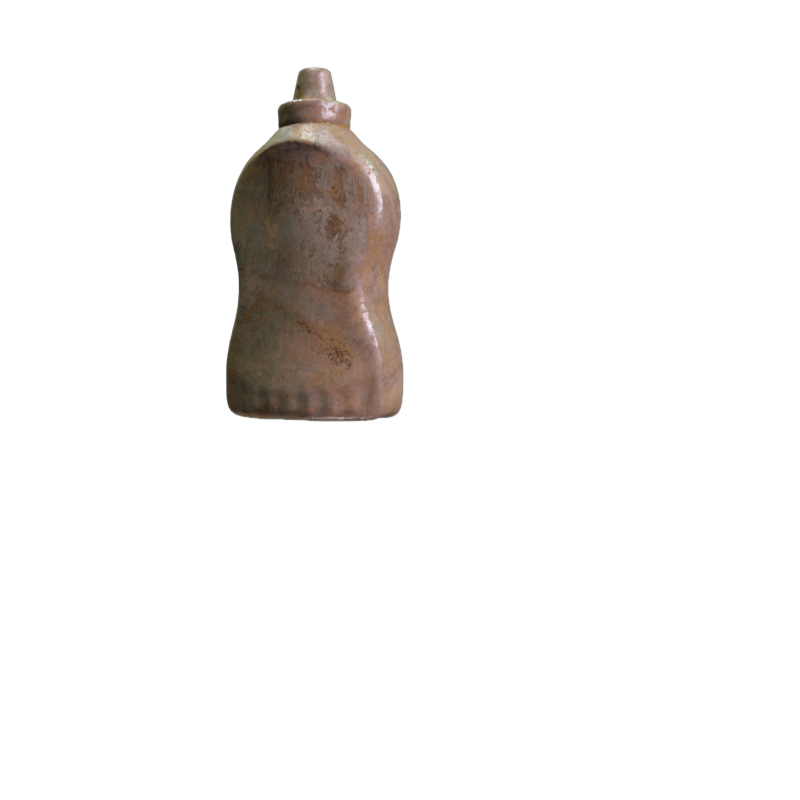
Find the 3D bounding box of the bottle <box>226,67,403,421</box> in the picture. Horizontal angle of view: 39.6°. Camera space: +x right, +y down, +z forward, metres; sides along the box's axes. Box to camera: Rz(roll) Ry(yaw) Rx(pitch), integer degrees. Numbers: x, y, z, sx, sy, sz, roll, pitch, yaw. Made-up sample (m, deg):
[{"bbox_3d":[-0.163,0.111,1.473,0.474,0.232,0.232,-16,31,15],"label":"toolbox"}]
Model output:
[{"bbox_3d":[-0.047,-0.087,0.608,0.099,0.194,0.056,-2,-5,27],"label":"bottle"}]
